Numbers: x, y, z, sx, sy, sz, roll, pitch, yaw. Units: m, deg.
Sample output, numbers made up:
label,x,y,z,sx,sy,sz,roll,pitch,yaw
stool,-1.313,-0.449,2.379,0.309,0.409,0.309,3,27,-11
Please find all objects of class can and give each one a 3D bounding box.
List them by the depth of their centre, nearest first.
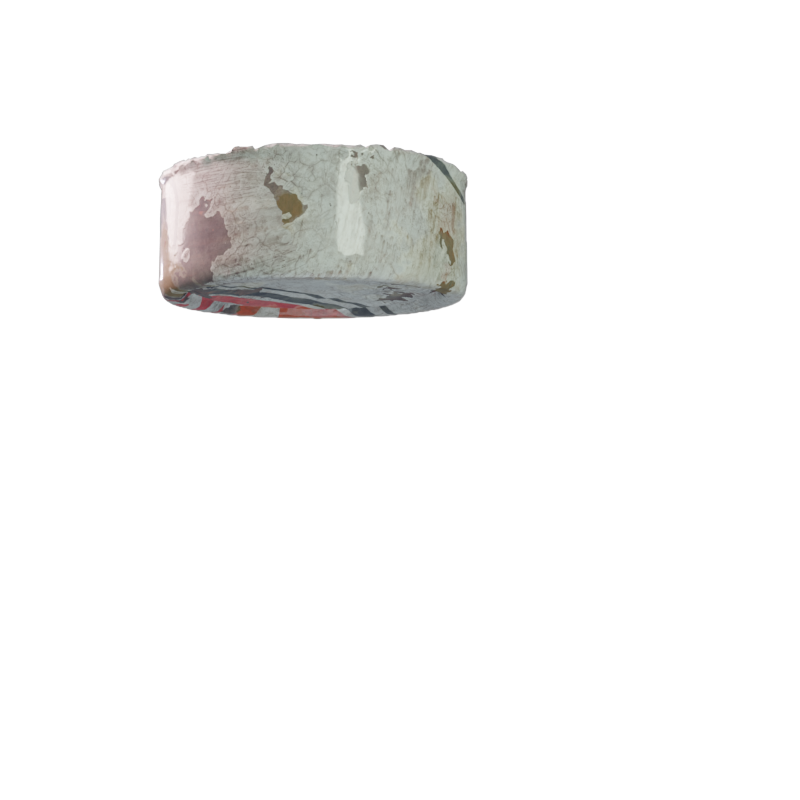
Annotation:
label,x,y,z,sx,sy,sz,roll,pitch,yaw
can,-0.024,-0.044,0.307,0.086,0.034,0.085,0,-4,-2
